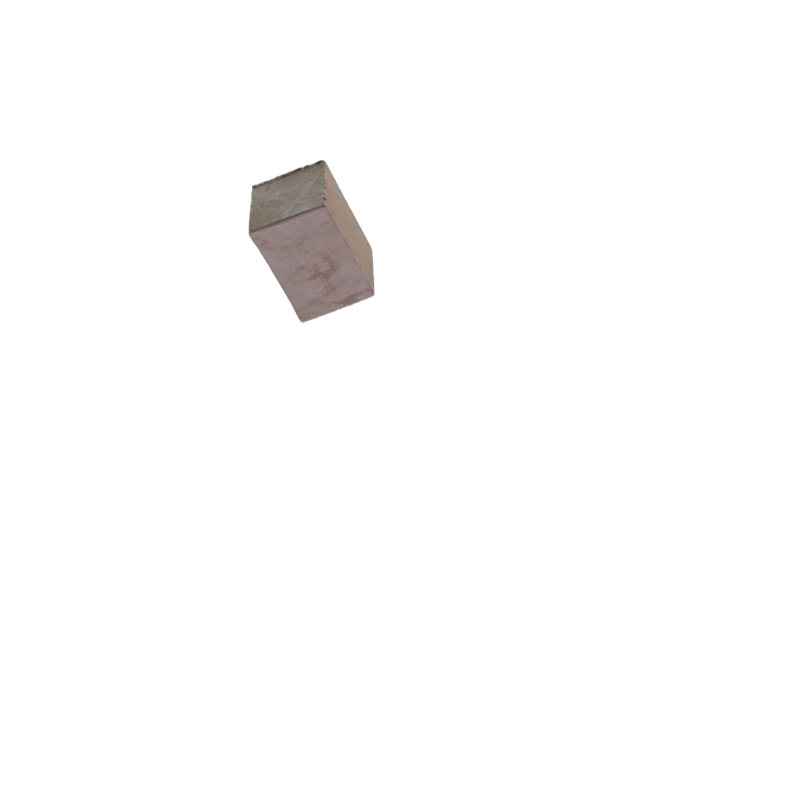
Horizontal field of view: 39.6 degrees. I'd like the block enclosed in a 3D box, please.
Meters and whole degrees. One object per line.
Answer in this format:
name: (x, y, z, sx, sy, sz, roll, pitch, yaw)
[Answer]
block: (-0.054, -0.099, 0.691, 0.053, 0.072, 0.055, -19, 38, 13)
